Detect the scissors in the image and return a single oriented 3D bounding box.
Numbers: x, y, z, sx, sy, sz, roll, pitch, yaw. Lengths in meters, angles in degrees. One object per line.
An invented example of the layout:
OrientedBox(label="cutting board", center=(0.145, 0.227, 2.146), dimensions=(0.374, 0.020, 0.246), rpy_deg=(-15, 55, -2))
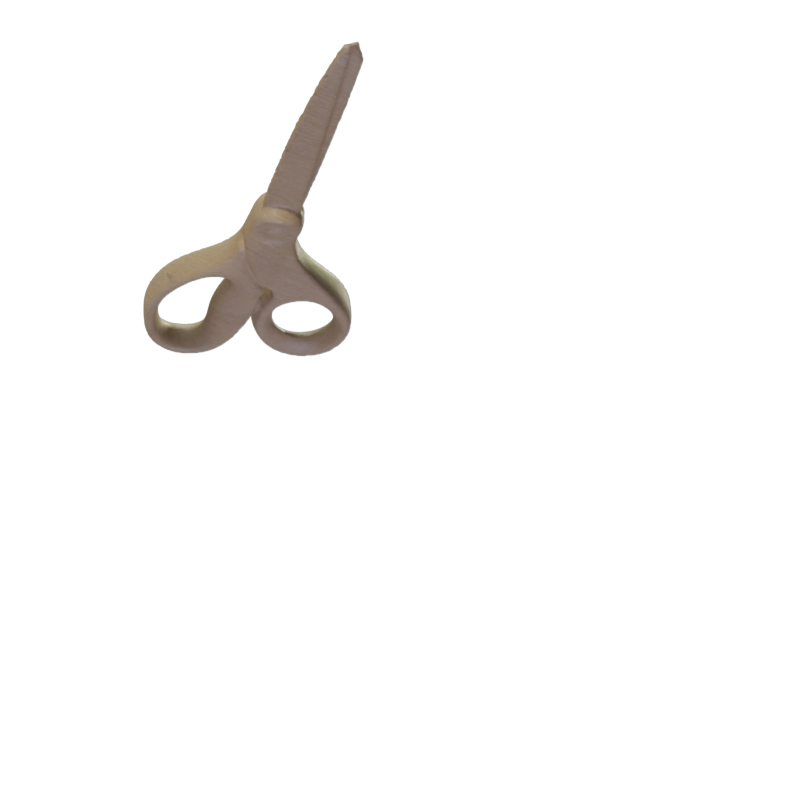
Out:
OrientedBox(label="scissors", center=(-0.033, -0.060, 0.422), dimensions=(0.092, 0.017, 0.199), rpy_deg=(16, -30, -30))
